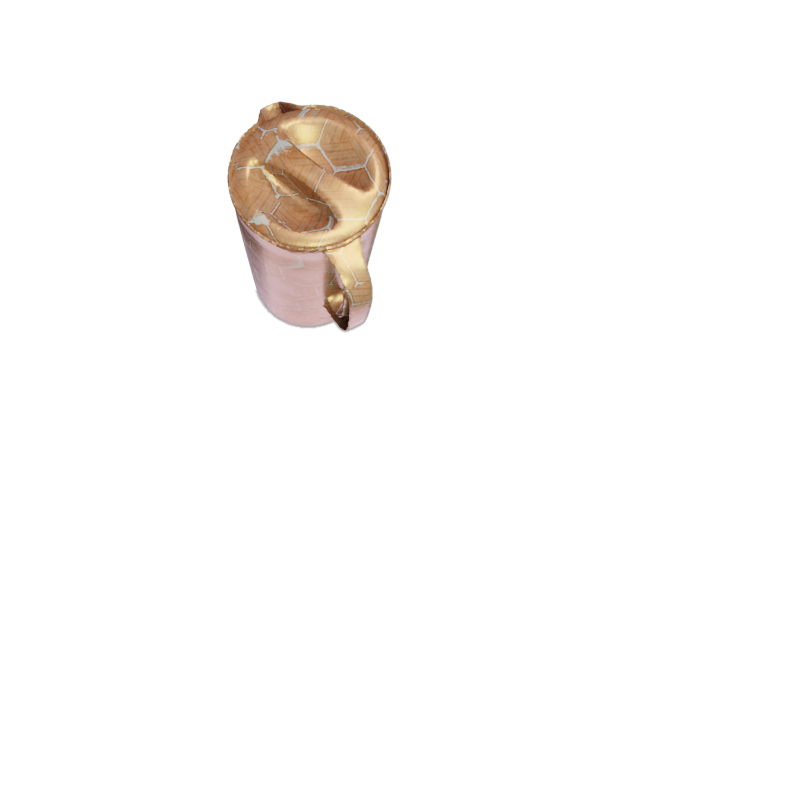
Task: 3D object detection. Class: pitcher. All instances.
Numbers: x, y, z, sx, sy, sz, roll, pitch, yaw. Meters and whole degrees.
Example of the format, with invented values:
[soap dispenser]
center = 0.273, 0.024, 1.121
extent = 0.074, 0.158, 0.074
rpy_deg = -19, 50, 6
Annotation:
[pitcher]
center = -0.078, -0.142, 0.997
extent = 0.147, 0.154, 0.232
rpy_deg = 19, -18, 3
